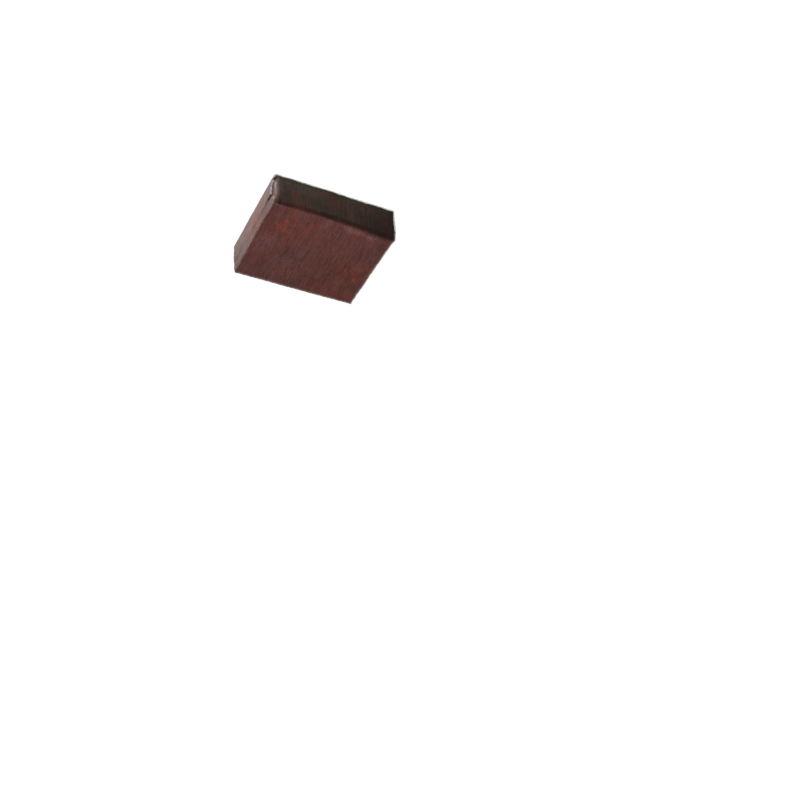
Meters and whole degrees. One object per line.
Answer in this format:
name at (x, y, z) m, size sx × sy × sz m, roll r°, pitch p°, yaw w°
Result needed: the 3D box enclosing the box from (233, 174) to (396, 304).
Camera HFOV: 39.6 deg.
box at (-0.073, -0.133, 0.928) m, size 0.110 × 0.042 × 0.087 m, roll 17°, pitch -44°, yaw -19°
